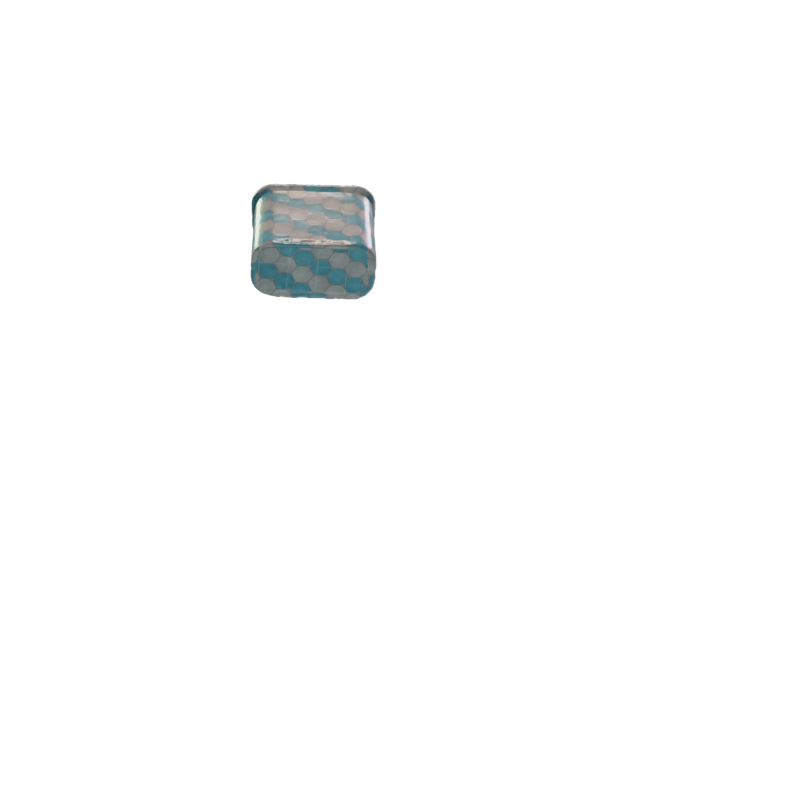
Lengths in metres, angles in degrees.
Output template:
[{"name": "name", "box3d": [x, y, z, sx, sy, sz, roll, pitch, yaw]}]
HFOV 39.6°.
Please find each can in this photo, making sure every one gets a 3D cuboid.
[{"name": "can", "box3d": [-0.069, -0.126, 0.881, 0.102, 0.054, 0.090, 1, 38, -2]}]
